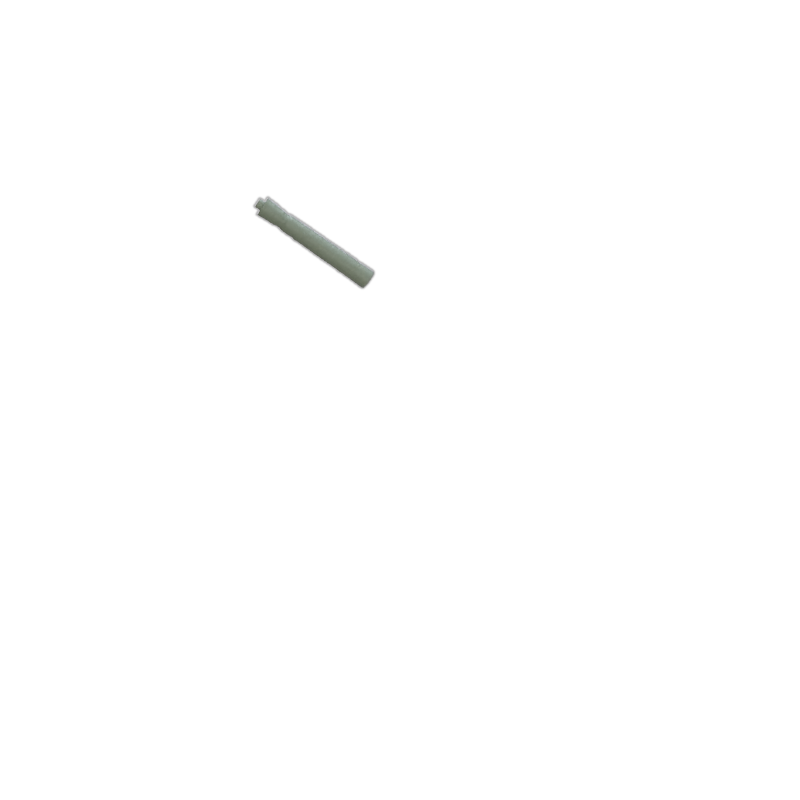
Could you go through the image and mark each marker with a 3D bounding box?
[{"bbox_3d":[-0.077,-0.140,0.977,0.119,0.020,0.020,34,-1,-5],"label":"marker"}]
